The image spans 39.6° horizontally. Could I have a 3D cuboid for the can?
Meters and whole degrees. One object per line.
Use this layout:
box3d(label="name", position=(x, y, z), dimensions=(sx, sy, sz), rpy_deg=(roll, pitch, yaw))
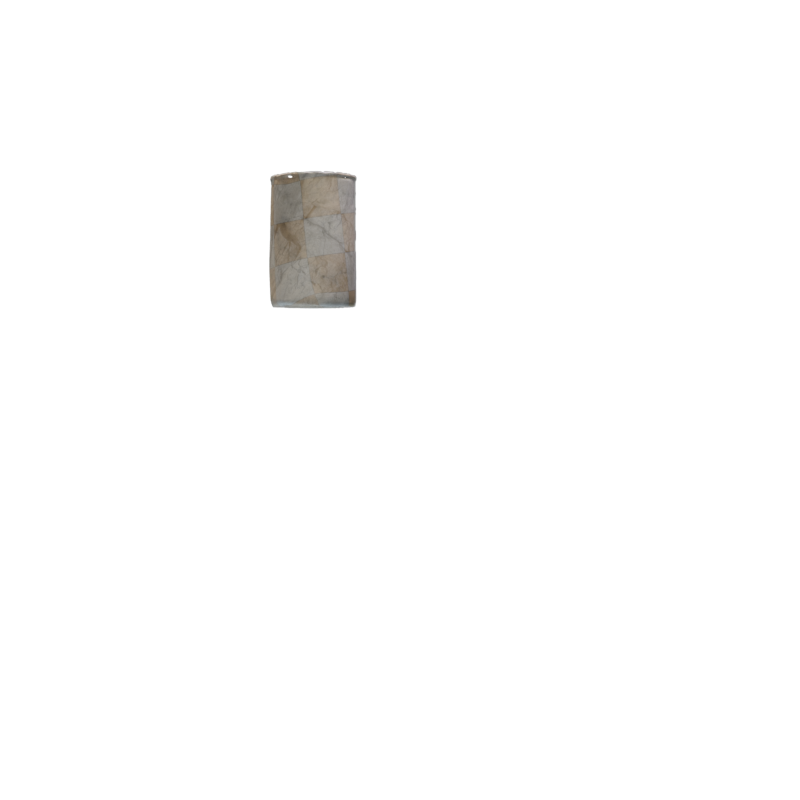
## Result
box3d(label="can", position=(-0.068, -0.123, 0.865), dimensions=(0.068, 0.103, 0.068), rpy_deg=(0, -3, -2))
